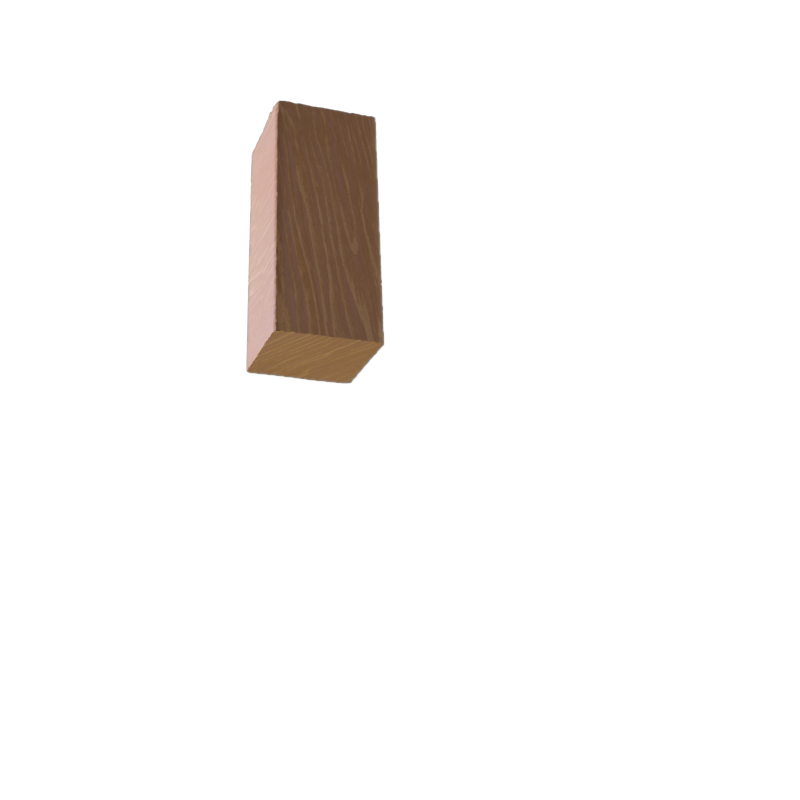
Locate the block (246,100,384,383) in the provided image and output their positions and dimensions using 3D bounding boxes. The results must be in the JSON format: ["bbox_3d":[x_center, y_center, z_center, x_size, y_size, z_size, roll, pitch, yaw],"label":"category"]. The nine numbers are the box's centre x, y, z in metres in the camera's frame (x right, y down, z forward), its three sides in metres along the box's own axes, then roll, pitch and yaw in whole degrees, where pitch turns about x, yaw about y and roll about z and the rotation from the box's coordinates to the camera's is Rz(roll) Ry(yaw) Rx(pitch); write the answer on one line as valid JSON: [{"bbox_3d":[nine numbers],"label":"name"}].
[{"bbox_3d":[-0.072,-0.129,0.906,0.088,0.218,0.088,7,-27,-17],"label":"block"}]
